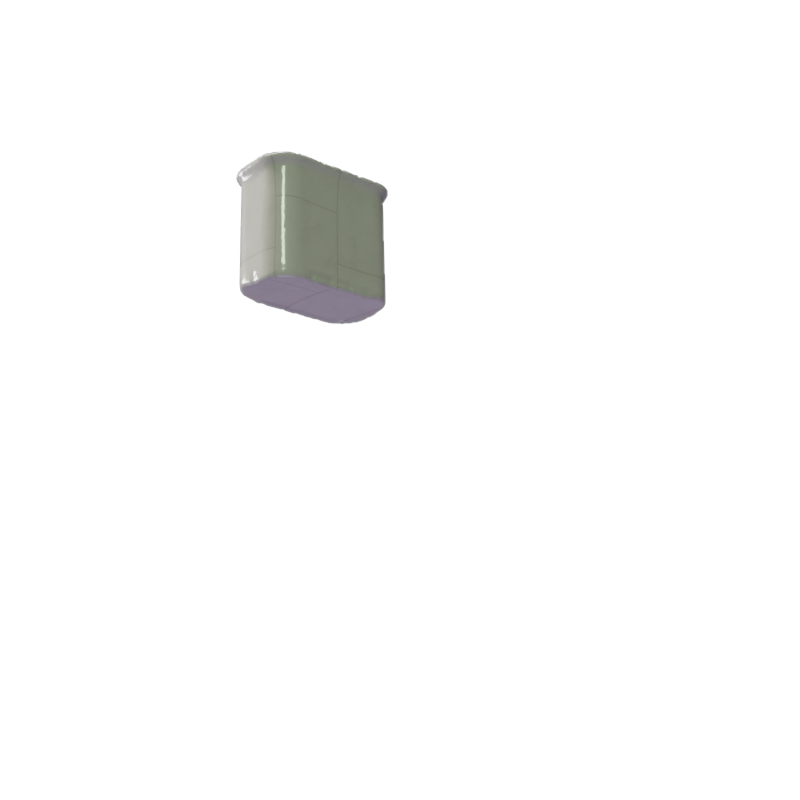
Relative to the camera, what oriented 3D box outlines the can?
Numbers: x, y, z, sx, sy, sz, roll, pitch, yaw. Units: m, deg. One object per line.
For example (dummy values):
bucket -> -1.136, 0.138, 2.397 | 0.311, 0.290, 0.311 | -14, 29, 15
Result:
can -> -0.056, -0.102, 0.717 | 0.096, 0.088, 0.058 | 15, -26, -37
